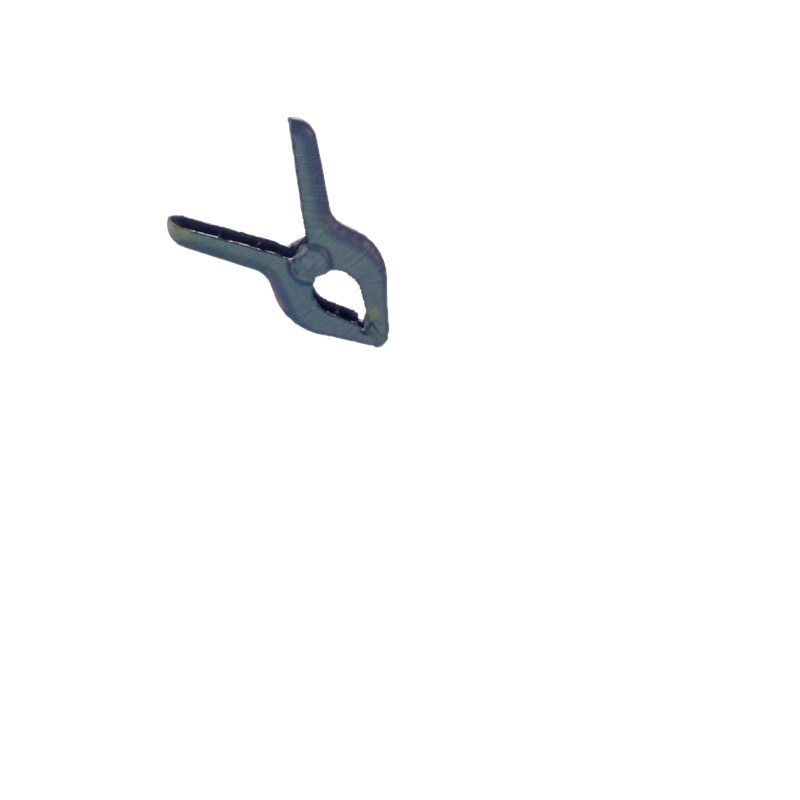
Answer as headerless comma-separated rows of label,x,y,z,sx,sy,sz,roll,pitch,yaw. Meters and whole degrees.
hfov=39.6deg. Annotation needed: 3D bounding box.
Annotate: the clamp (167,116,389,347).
clamp,-0.059,-0.108,0.756,0.164,0.118,0.042,38,24,-20
